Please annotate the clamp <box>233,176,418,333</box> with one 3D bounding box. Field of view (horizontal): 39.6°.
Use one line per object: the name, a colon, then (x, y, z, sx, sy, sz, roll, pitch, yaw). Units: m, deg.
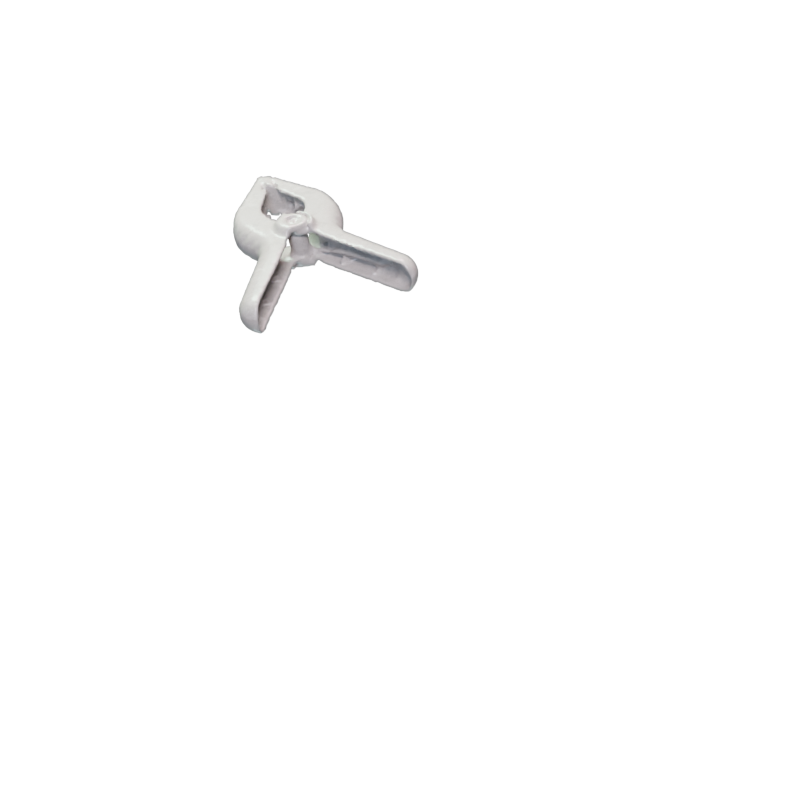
clamp: (-0.061, -0.111, 0.776, 0.119, 0.037, 0.185, -7, 39, -9)
